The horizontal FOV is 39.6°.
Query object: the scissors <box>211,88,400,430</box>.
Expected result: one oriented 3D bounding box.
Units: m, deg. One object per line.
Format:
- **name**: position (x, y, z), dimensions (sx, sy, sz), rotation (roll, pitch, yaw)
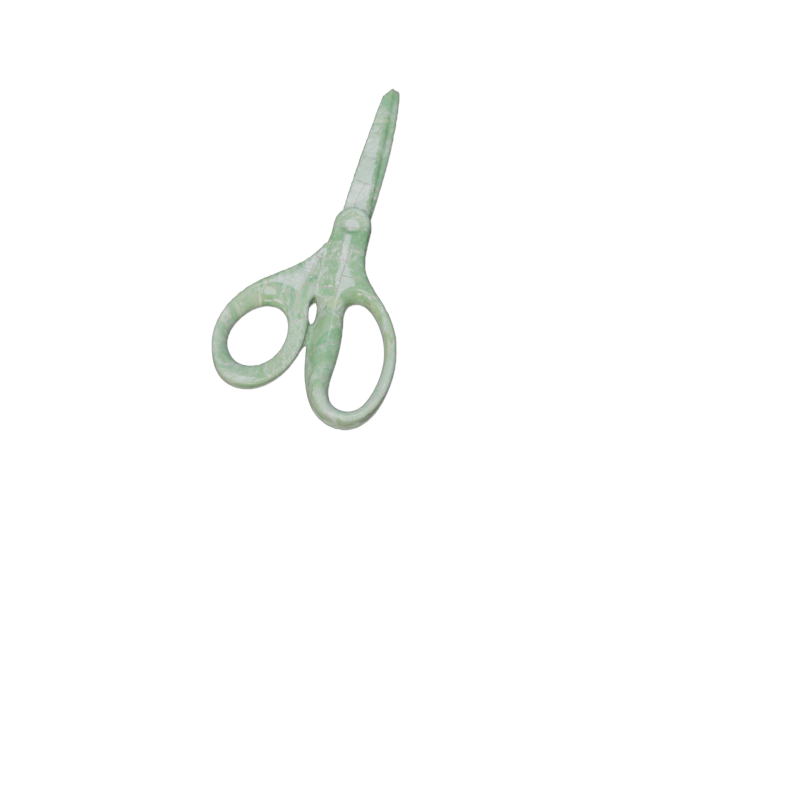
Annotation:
- **scissors**: position (-0.044, -0.079, 0.556), dimensions (0.096, 0.215, 0.015), rotation (-2, -32, -1)
